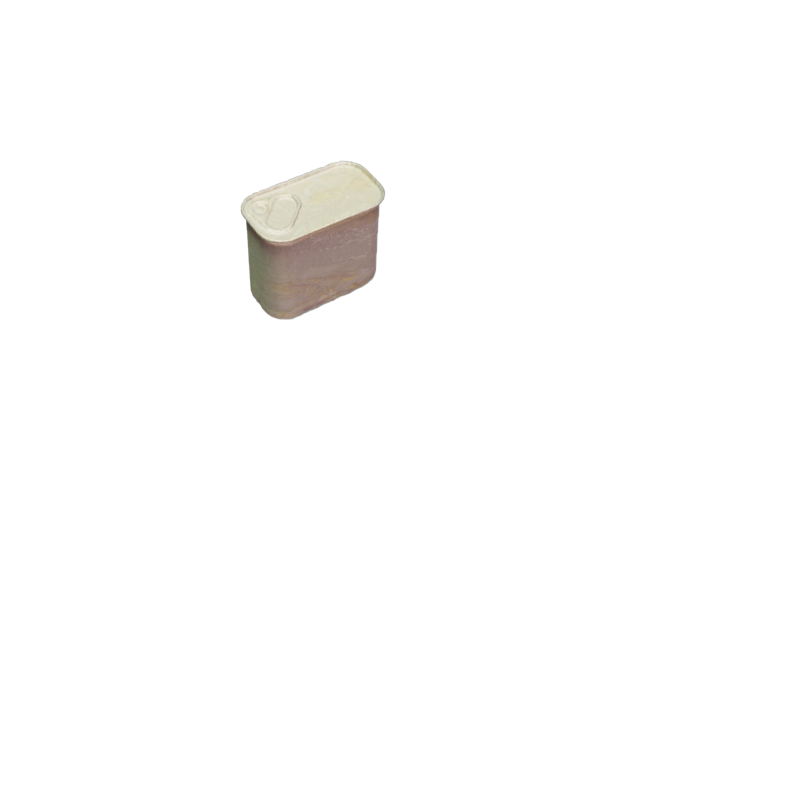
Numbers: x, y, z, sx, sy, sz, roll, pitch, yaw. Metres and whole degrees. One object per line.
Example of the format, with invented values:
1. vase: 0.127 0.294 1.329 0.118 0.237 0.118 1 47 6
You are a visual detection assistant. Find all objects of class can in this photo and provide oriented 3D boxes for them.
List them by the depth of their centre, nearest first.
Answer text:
1. can: -0.064 -0.116 0.816 0.101 0.078 0.062 -25 53 -23
